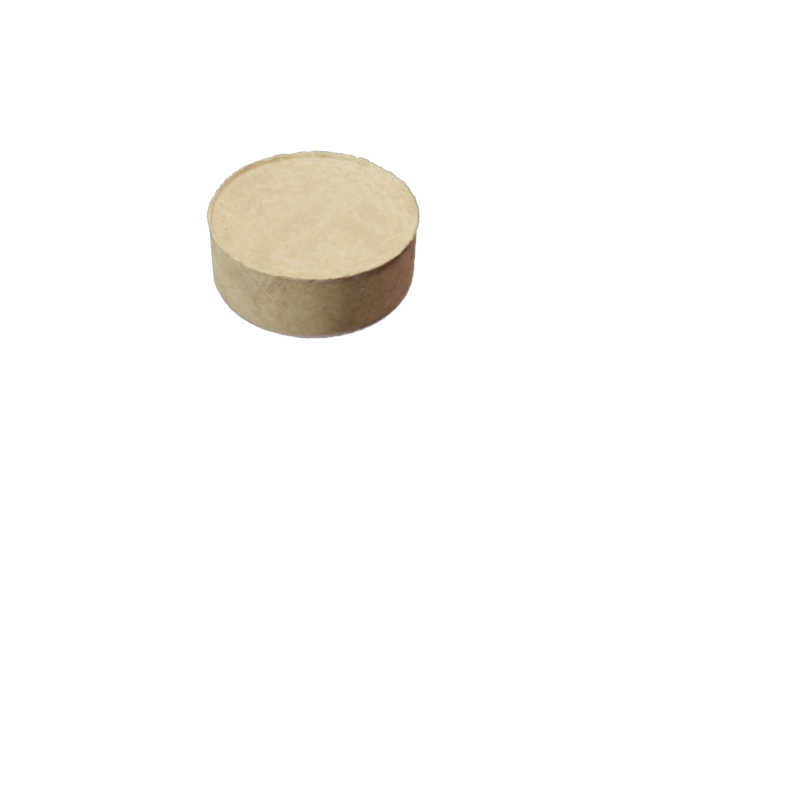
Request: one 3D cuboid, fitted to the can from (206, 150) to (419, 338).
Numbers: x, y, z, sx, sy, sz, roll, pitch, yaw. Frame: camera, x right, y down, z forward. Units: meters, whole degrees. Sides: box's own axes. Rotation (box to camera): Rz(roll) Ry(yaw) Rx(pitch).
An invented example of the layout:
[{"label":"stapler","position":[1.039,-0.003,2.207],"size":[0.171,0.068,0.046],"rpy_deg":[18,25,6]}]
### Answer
[{"label":"can","position":[-0.036,-0.065,0.457],"size":[0.086,0.031,0.092],"rpy_deg":[-1,43,-2]}]
